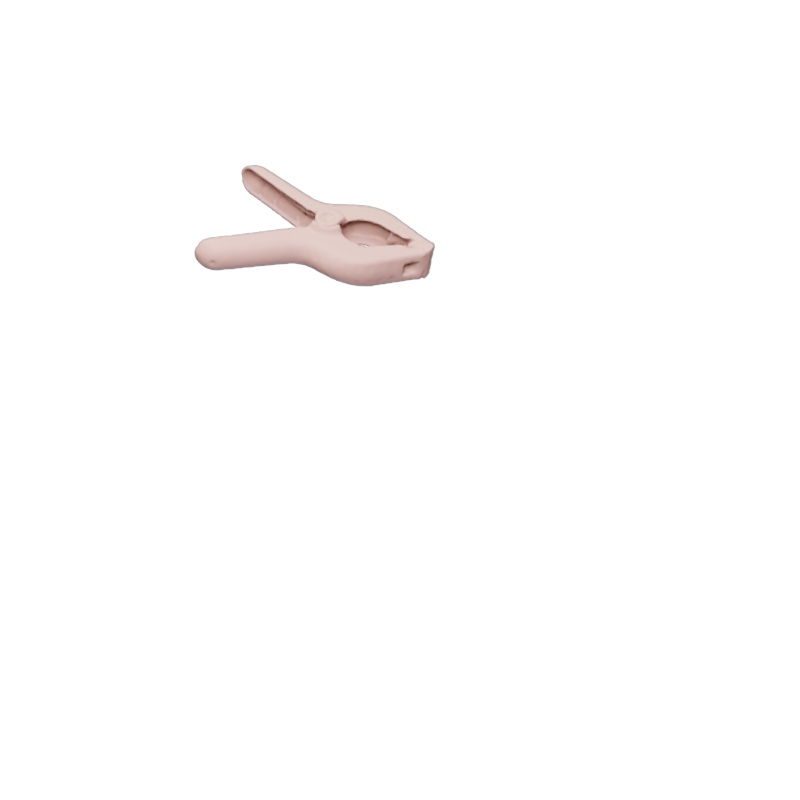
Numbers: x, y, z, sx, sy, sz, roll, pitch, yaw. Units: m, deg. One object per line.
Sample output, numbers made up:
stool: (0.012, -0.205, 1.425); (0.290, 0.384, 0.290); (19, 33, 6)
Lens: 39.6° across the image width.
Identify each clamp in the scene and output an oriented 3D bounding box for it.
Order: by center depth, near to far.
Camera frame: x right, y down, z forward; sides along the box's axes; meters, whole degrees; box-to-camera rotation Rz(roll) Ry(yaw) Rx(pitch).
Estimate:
clamp: (-0.064, -0.117, 0.823); (0.177, 0.036, 0.125); (18, 49, 16)
